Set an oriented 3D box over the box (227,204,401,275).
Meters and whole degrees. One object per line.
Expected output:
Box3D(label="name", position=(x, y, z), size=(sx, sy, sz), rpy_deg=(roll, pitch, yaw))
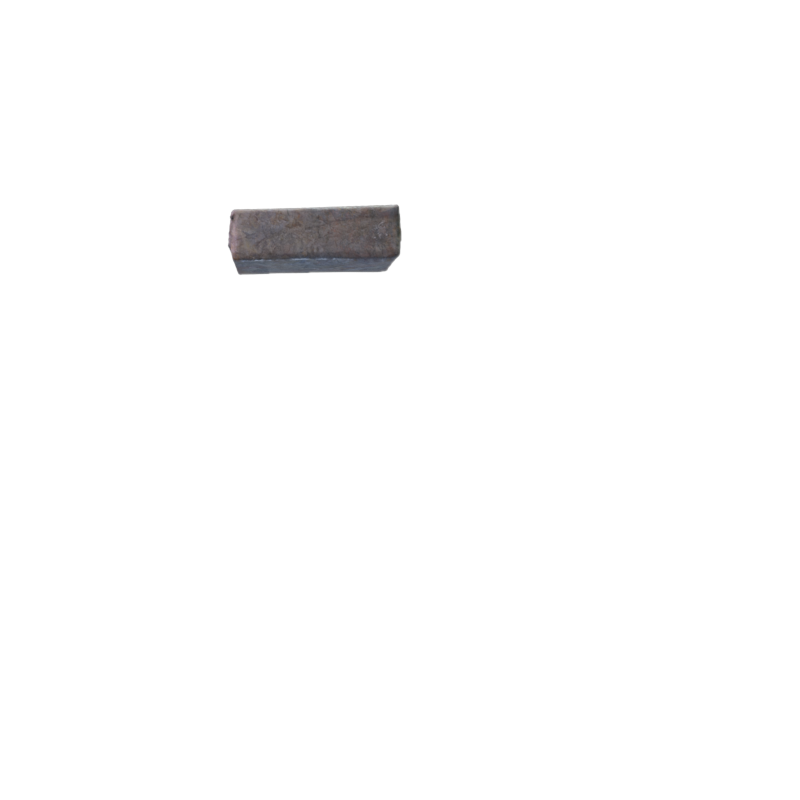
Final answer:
Box3D(label="box", position=(-0.060, -0.109, 0.762), size=(0.113, 0.039, 0.089), rpy_deg=(0, 0, -4))
